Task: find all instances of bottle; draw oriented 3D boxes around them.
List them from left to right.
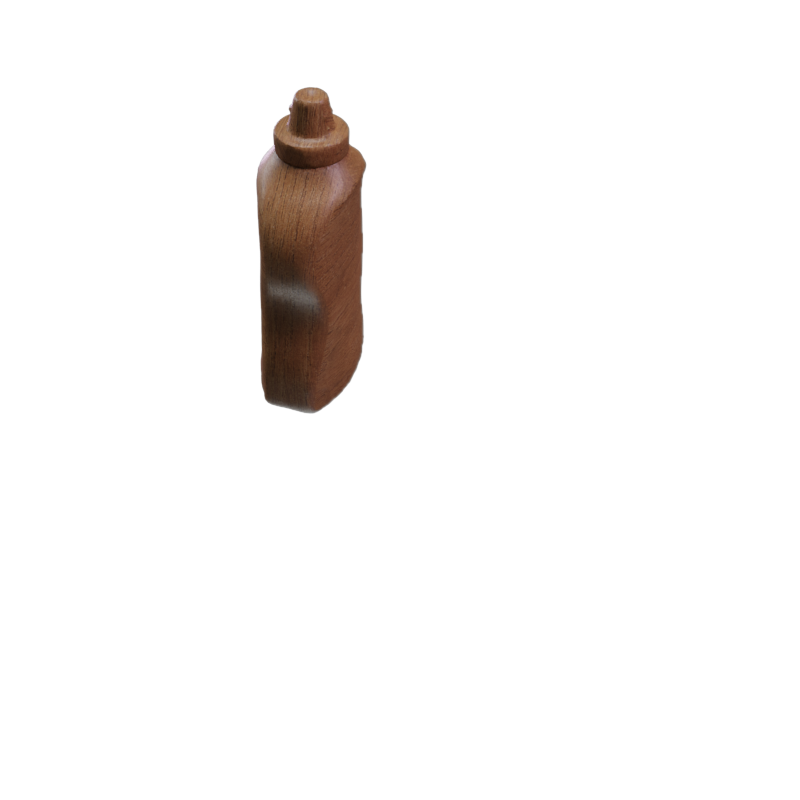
[{"bbox_3d":[-0.050,-0.091,0.634,0.060,0.179,0.100,13,42,11],"label":"bottle"}]
